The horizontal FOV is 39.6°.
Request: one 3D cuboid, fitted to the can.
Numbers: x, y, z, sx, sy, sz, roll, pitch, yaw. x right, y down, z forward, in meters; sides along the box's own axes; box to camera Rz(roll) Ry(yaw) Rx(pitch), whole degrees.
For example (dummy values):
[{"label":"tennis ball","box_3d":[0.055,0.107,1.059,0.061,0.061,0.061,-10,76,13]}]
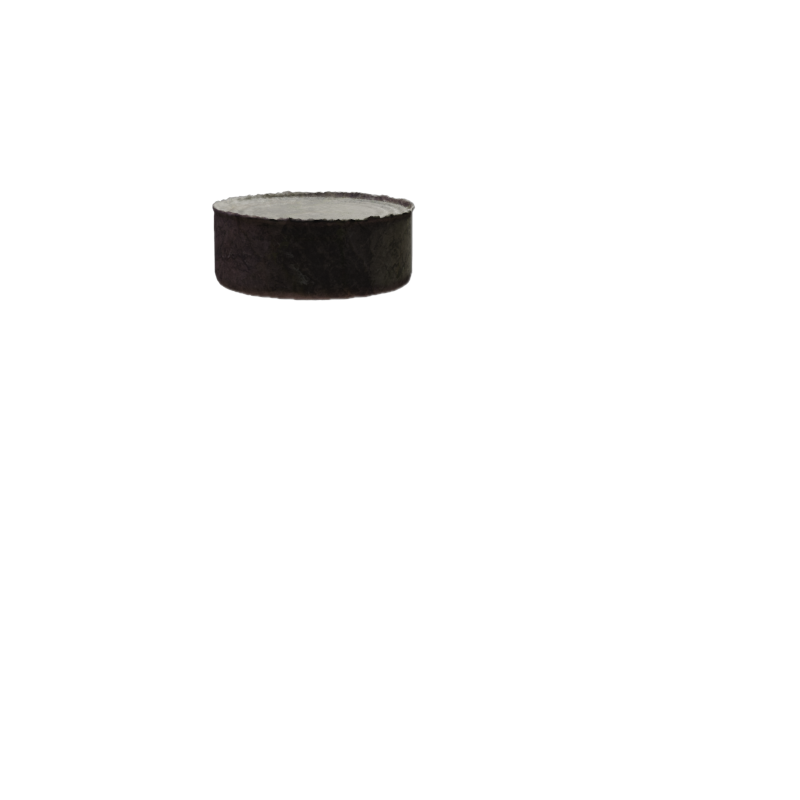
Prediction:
[{"label":"can","box_3d":[-0.037,-0.067,0.472,0.086,0.033,0.089,-1,17,-2]}]
